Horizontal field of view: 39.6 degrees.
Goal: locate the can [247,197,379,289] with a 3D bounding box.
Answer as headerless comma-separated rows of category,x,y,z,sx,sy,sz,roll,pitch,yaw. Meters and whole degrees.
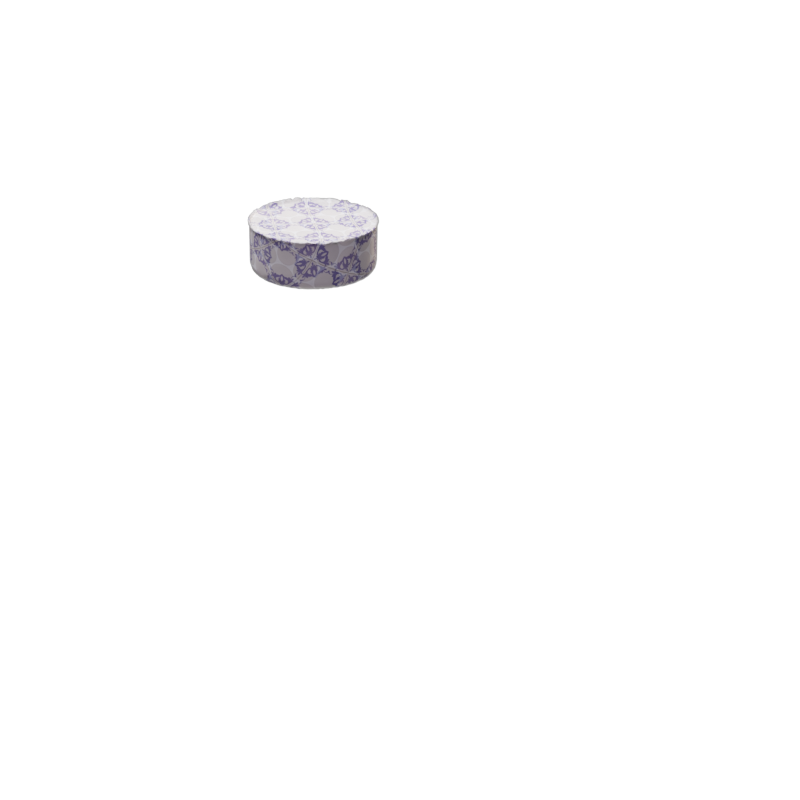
can,-0.057,-0.104,0.730,0.086,0.032,0.091,-1,28,-2
